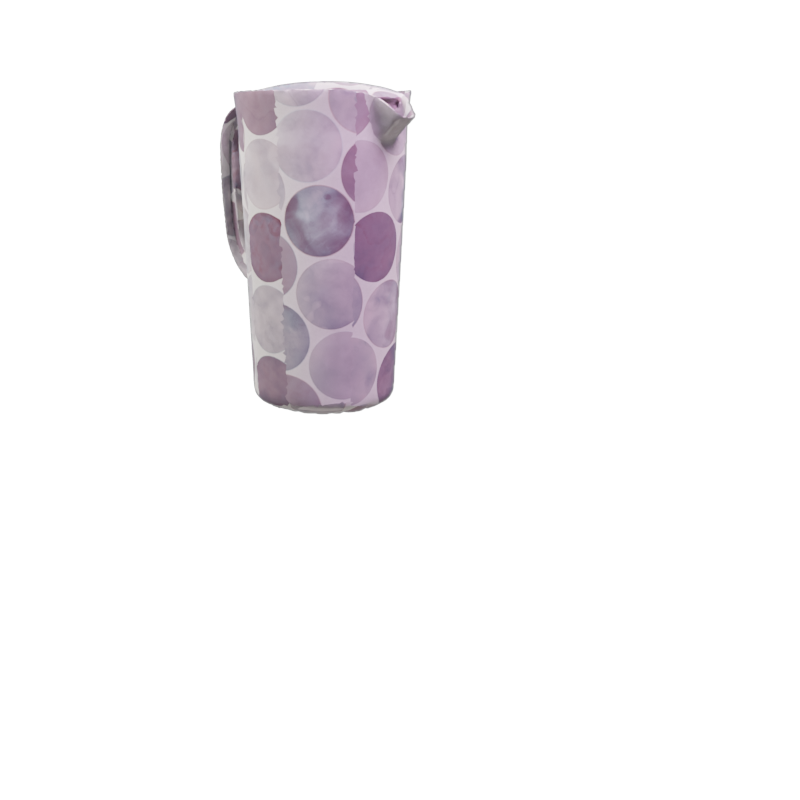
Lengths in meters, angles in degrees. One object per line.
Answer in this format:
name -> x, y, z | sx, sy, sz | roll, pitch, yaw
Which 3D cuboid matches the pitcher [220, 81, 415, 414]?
pitcher -> -0.067, -0.121, 0.850 | 0.144, 0.239, 0.153 | 0, 9, -5
